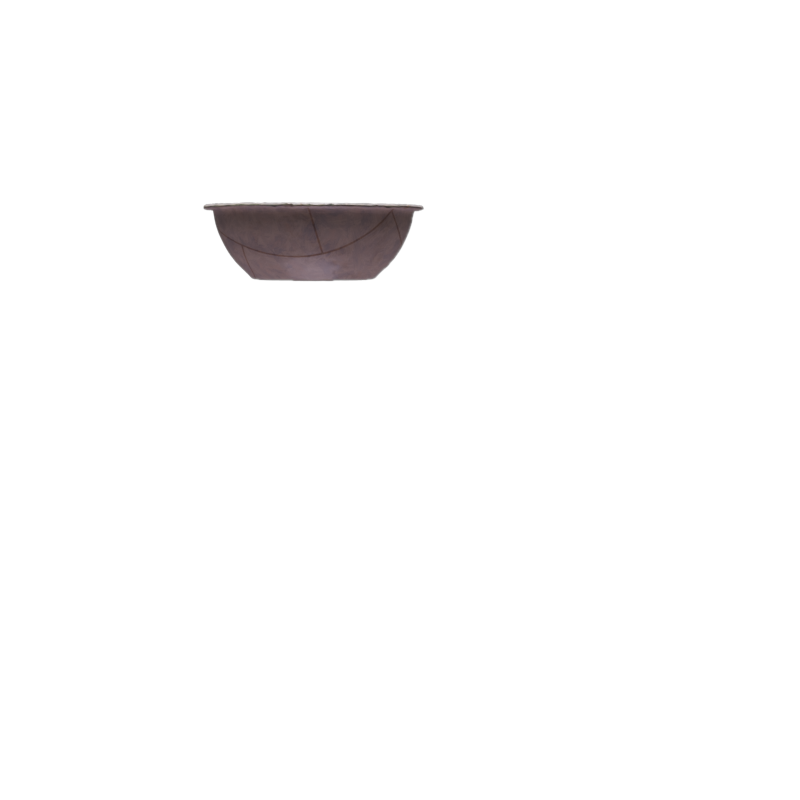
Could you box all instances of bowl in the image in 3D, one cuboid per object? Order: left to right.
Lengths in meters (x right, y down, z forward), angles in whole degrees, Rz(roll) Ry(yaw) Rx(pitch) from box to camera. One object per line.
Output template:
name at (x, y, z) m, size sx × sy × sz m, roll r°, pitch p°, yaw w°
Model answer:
bowl at (-0.064, -0.116, 0.814) m, size 0.162 × 0.055 × 0.164 m, roll 0°, pitch 7°, yaw -2°
